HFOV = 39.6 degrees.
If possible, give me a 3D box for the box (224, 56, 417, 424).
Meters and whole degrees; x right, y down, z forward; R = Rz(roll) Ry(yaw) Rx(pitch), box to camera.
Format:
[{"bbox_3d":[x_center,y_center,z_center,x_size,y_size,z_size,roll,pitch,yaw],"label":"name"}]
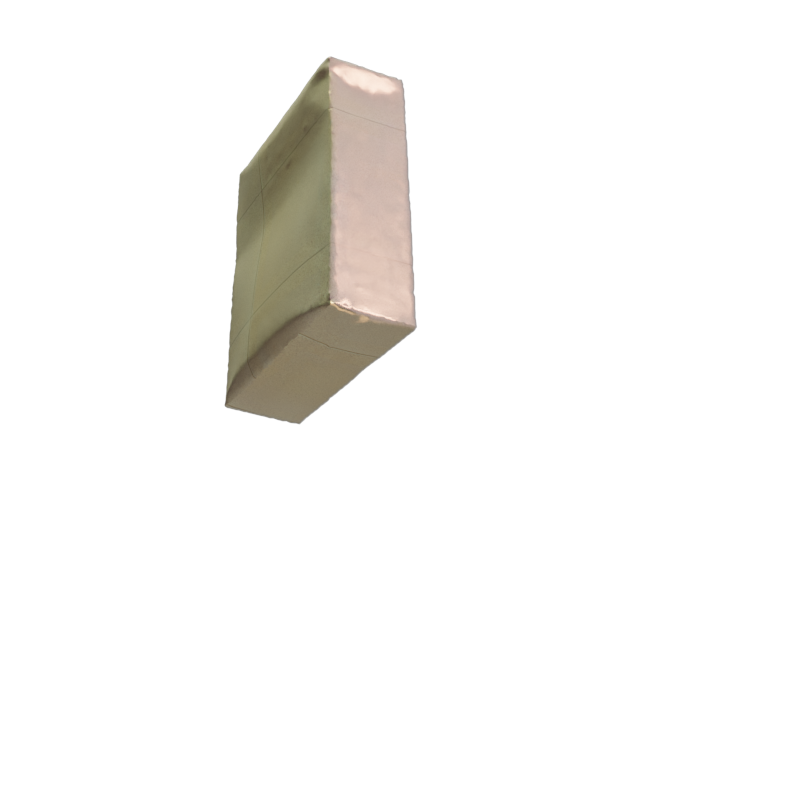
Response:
[{"bbox_3d":[-0.063,-0.115,0.803,0.069,0.228,0.161,16,-35,-27],"label":"box"}]
